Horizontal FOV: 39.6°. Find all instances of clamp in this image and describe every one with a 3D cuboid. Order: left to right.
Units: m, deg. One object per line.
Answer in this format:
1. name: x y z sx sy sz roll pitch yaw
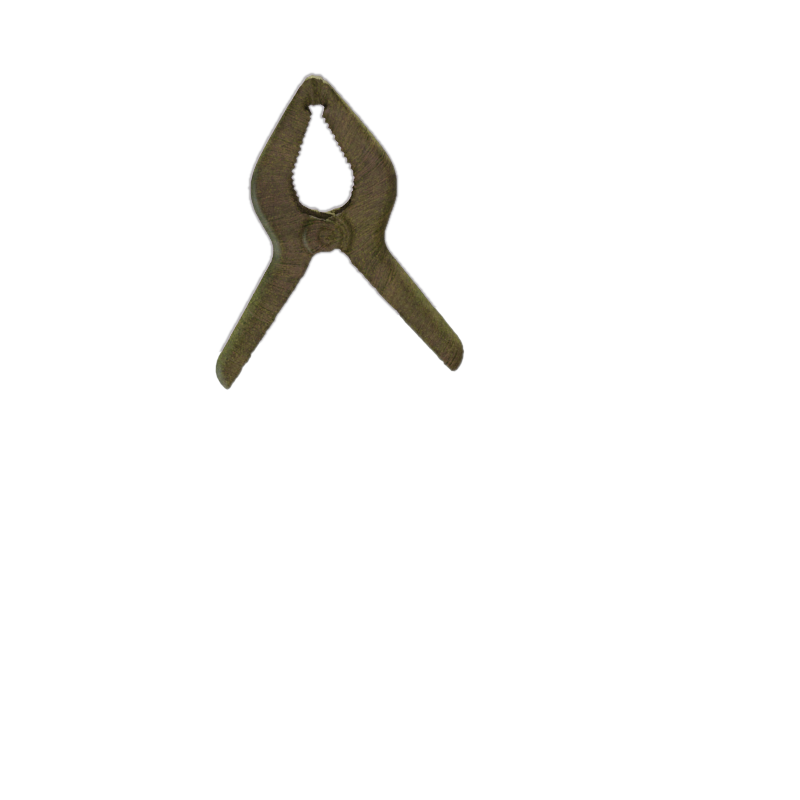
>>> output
1. clamp: -0.056 -0.103 0.722 0.165 0.203 0.037 -11 12 2
